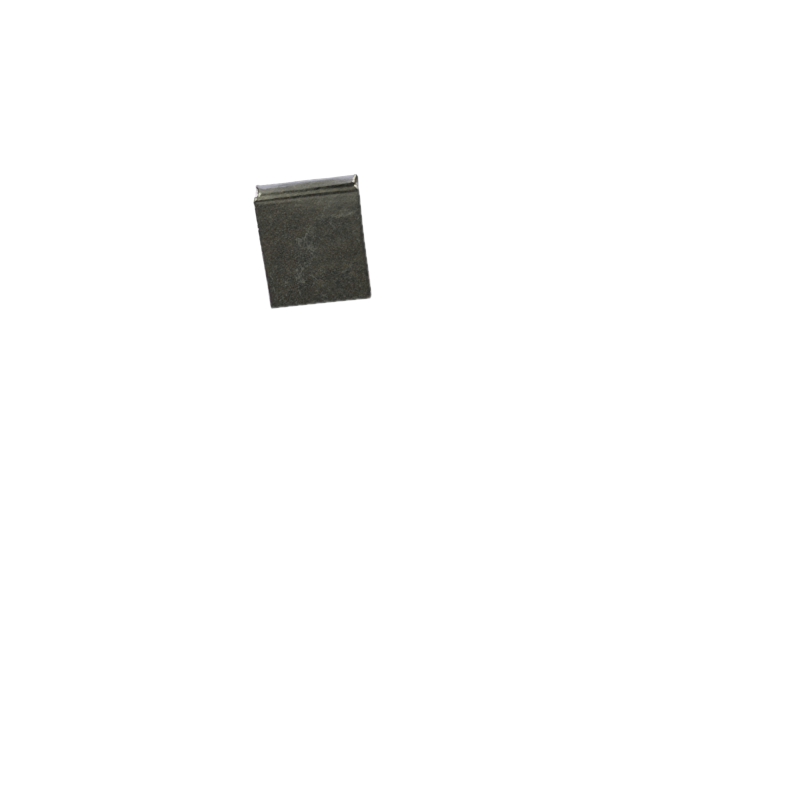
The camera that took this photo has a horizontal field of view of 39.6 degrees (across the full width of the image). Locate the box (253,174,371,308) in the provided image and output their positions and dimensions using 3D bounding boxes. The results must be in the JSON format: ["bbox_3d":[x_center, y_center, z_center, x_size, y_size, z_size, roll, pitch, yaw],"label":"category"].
[{"bbox_3d":[-0.061,-0.112,0.782,0.073,0.084,0.032,-6,28,2],"label":"box"}]
